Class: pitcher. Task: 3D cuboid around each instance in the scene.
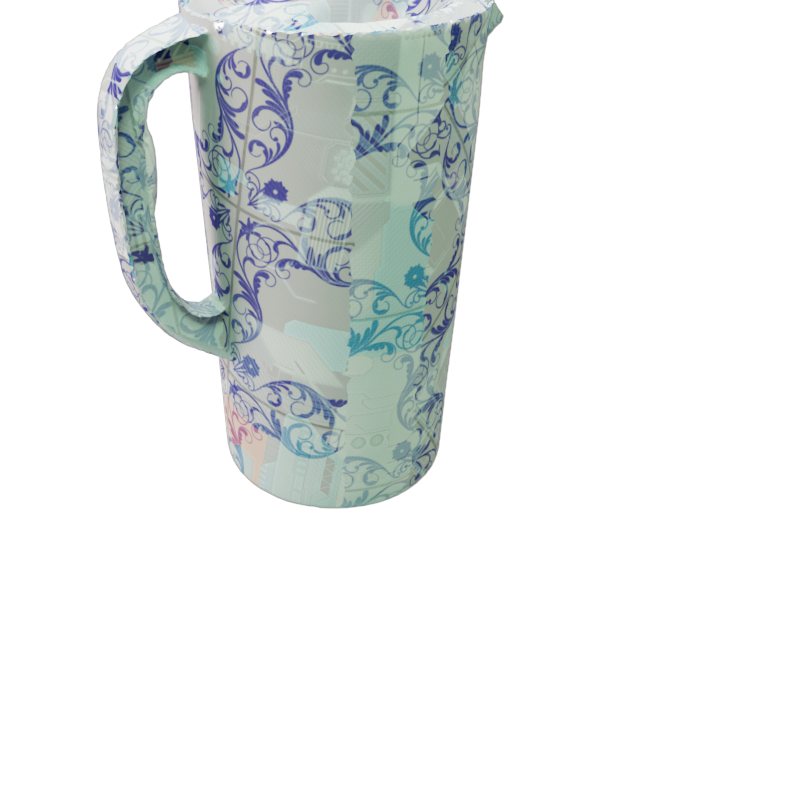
[{"bbox_3d":[-0.040,-0.073,0.513,0.152,0.230,0.150,8,28,12],"label":"pitcher"}]
